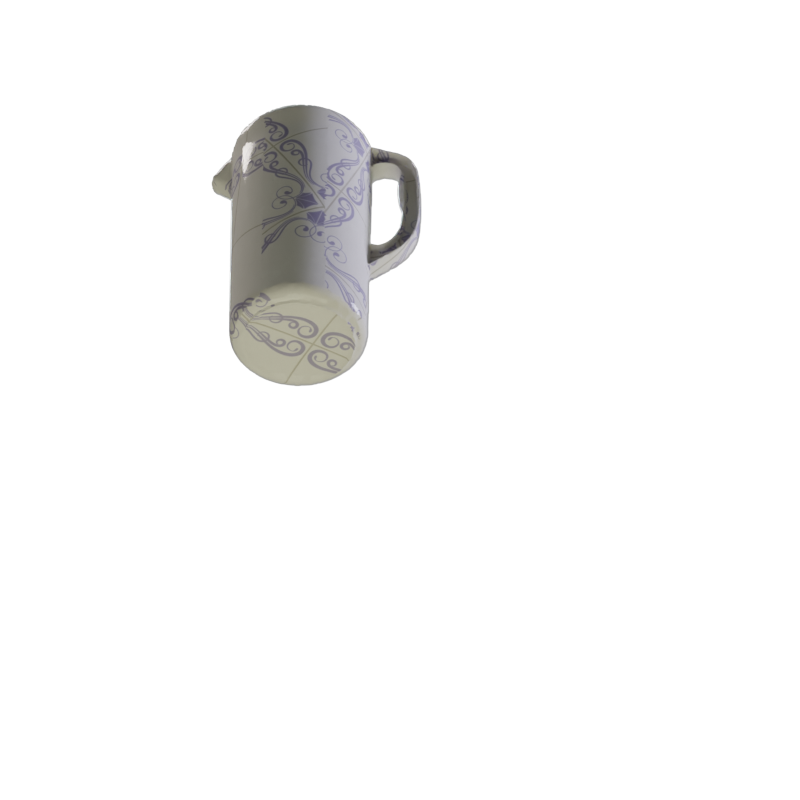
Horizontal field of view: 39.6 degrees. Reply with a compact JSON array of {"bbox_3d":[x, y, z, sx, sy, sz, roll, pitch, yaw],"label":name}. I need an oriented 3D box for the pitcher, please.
[{"bbox_3d":[-0.074,-0.134,0.939,0.137,0.261,0.147,31,-55,-29],"label":"pitcher"}]
